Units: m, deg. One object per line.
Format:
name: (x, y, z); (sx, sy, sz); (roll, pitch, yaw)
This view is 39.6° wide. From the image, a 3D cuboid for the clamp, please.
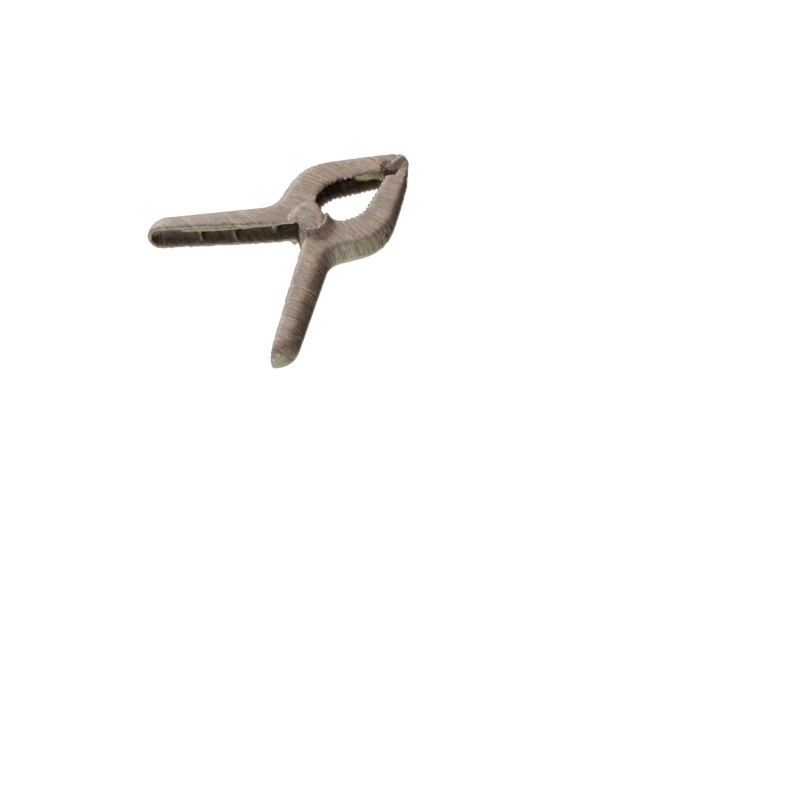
clamp: (-0.067, -0.123, 0.859); (0.210, 0.176, 0.034); (-30, -30, -20)
